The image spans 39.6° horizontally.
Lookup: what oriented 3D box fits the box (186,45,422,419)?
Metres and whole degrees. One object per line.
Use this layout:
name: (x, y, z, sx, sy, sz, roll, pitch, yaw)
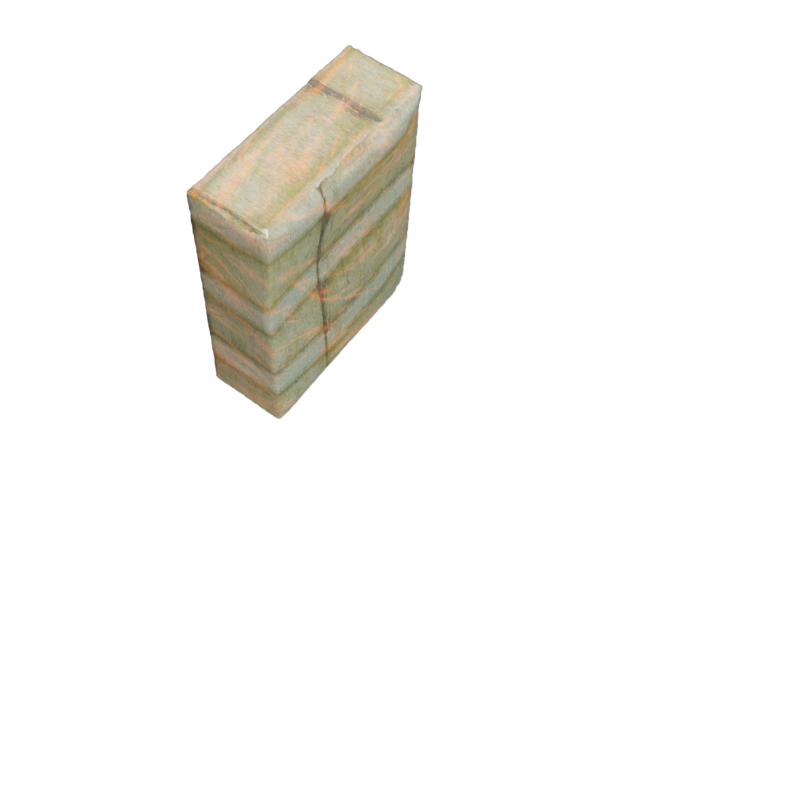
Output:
box: (-0.060, -0.109, 0.765, 0.075, 0.168, 0.200, 32, -29, 15)
